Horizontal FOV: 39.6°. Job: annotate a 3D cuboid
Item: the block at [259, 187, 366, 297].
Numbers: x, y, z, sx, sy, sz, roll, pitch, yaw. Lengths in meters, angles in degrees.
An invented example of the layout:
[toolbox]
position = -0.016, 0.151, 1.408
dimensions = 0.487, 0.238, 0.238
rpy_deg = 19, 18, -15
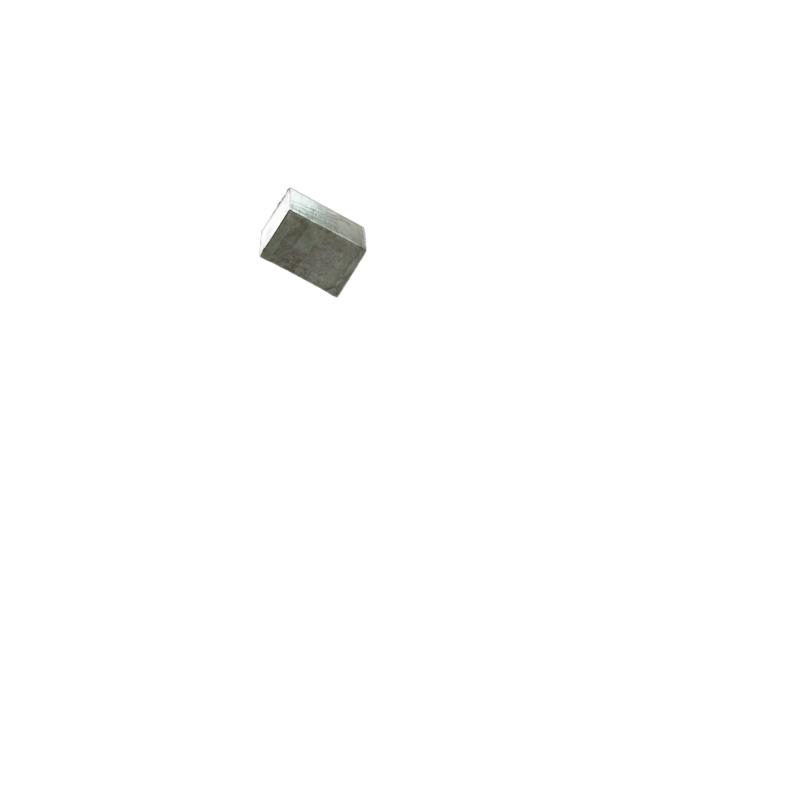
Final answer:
[block]
position = -0.074, -0.135, 0.947
dimensions = 0.076, 0.051, 0.054
rpy_deg = 28, 23, -15
